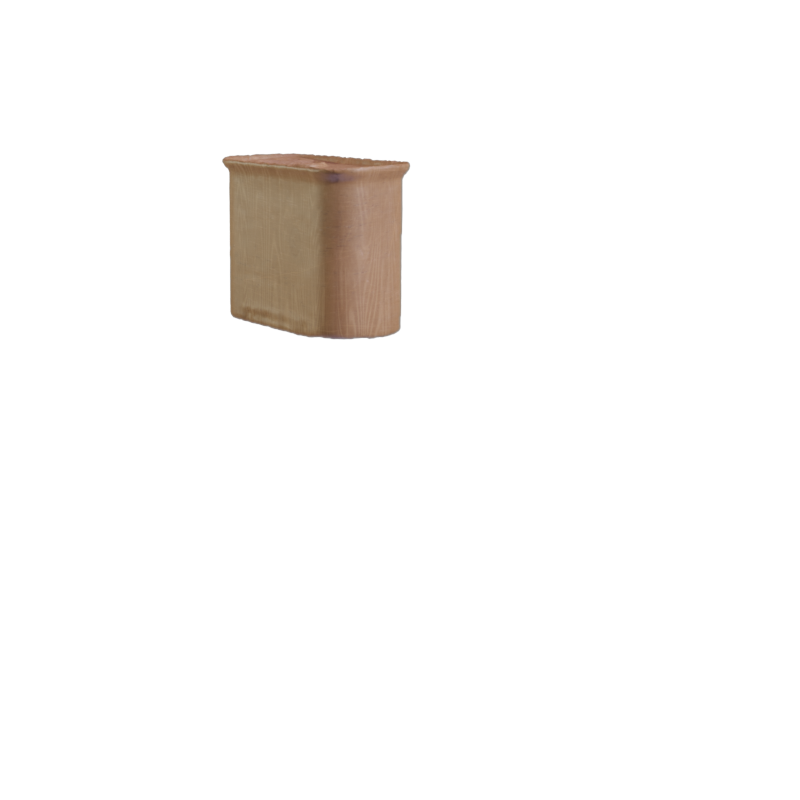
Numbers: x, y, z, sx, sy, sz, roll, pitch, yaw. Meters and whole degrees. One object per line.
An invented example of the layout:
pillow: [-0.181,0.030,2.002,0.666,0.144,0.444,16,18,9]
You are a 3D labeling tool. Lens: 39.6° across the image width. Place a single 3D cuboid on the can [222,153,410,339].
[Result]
can: [-0.044,-0.080,0.562,0.056,0.082,0.107,-10,17,-42]
